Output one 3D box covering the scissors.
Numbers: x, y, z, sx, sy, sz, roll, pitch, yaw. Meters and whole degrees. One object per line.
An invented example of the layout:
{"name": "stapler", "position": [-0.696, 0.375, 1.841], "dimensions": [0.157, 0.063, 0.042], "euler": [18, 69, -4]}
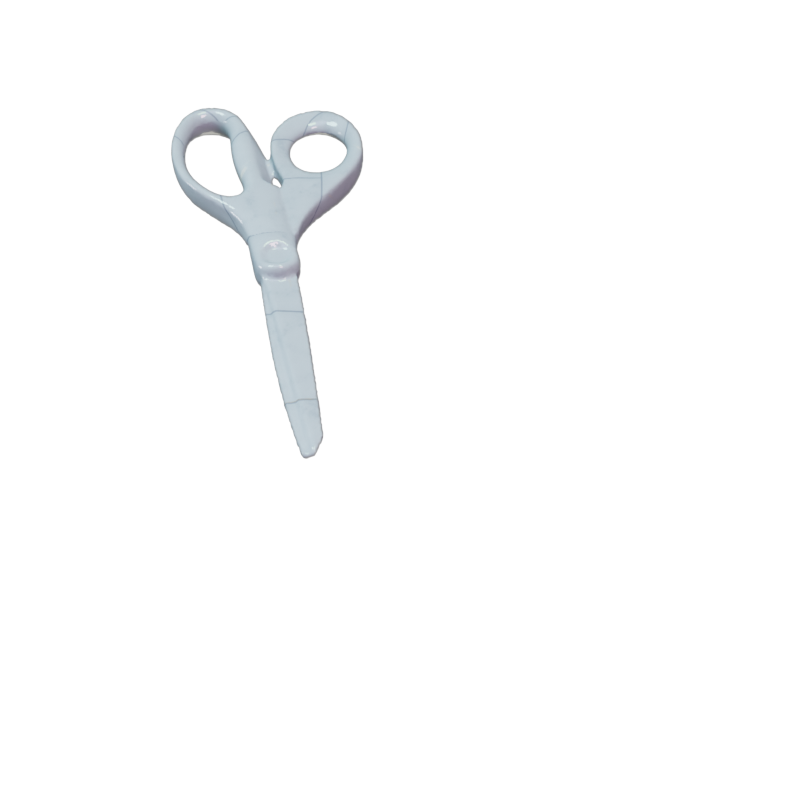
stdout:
{"name": "scissors", "position": [-0.036, -0.067, 0.466], "dimensions": [0.095, 0.015, 0.218], "euler": [-19, 50, -17]}
